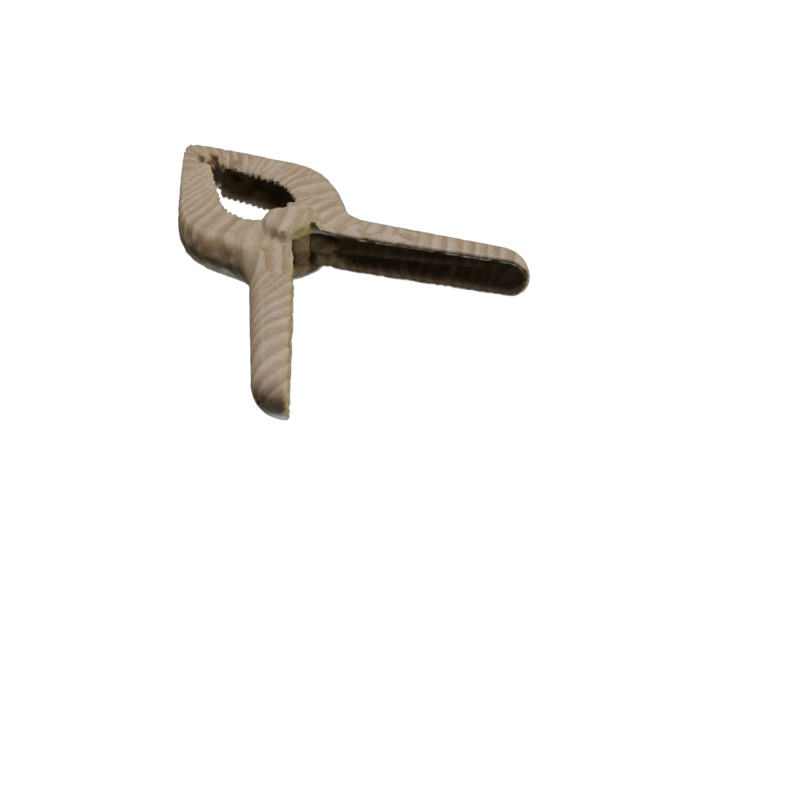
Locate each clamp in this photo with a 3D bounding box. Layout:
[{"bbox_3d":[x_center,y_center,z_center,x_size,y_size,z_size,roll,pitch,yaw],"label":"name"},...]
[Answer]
[{"bbox_3d":[-0.047,-0.085,0.598,0.163,0.034,0.227,-22,45,-23],"label":"clamp"}]
